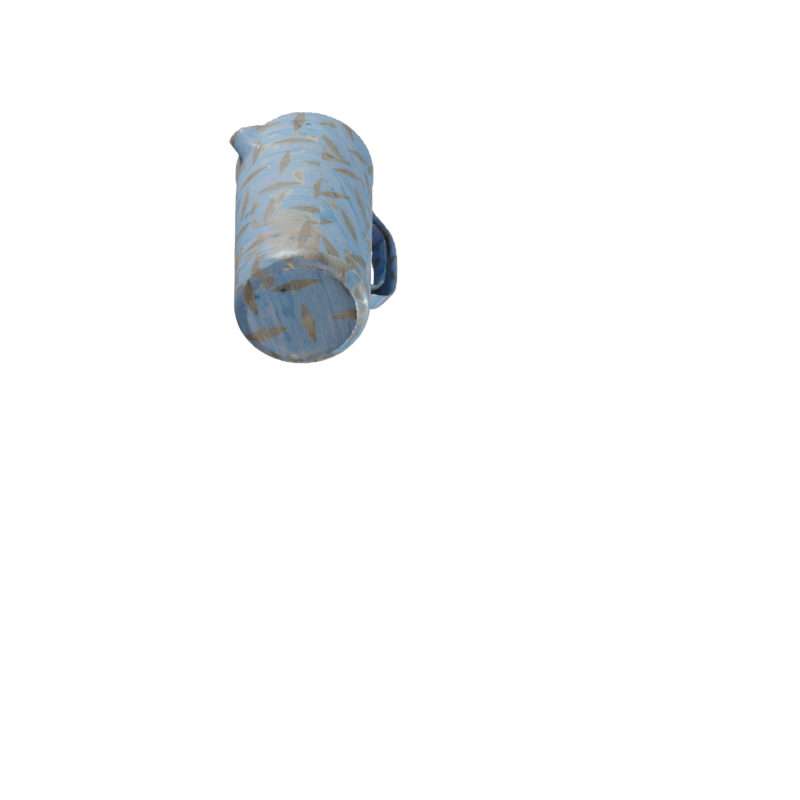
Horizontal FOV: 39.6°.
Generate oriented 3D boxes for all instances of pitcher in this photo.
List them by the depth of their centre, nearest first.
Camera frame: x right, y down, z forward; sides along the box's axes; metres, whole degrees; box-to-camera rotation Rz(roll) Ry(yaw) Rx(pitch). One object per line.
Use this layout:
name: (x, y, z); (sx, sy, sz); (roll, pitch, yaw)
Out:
pitcher: (-0.076, -0.139, 0.972); (0.149, 0.135, 0.260); (-5, 36, 0)
